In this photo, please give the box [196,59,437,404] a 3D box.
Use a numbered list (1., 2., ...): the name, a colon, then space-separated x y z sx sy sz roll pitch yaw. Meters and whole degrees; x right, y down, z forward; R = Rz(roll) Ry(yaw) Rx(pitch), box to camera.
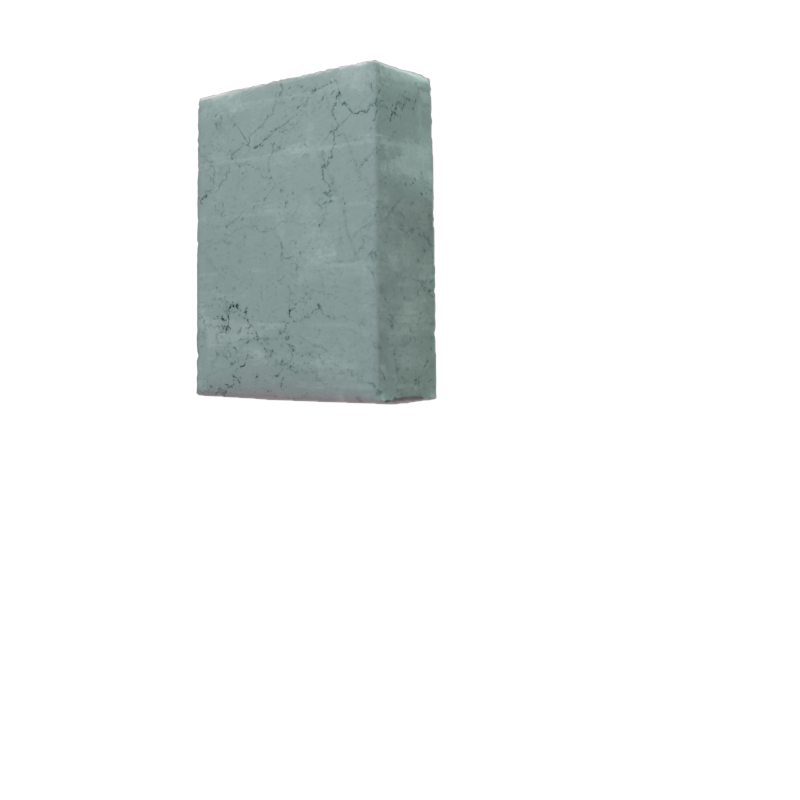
1. box: -0.059 -0.108 0.753 0.170 0.216 0.069 -2 -5 39
